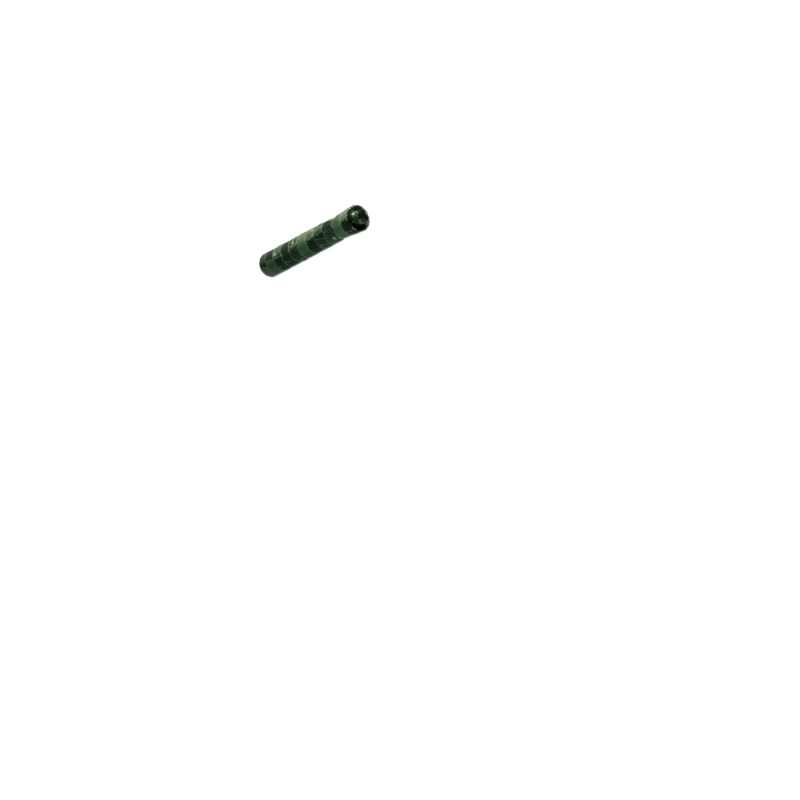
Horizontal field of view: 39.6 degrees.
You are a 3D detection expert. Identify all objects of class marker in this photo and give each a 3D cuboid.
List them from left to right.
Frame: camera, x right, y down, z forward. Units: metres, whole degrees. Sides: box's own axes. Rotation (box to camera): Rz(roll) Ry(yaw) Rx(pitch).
[{"bbox_3d":[-0.060,-0.110,0.771,0.019,0.020,0.122,-3,-9,-37],"label":"marker"}]
